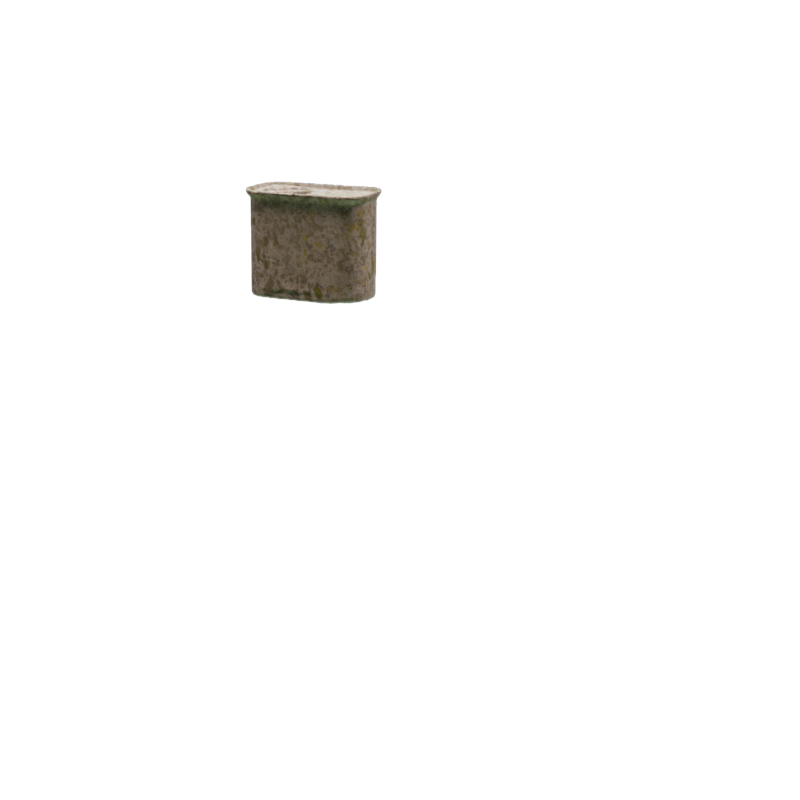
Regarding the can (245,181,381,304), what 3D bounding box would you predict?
[{"bbox_3d":[-0.067,-0.122,0.858,0.105,0.081,0.057,7,15,22],"label":"can"}]
